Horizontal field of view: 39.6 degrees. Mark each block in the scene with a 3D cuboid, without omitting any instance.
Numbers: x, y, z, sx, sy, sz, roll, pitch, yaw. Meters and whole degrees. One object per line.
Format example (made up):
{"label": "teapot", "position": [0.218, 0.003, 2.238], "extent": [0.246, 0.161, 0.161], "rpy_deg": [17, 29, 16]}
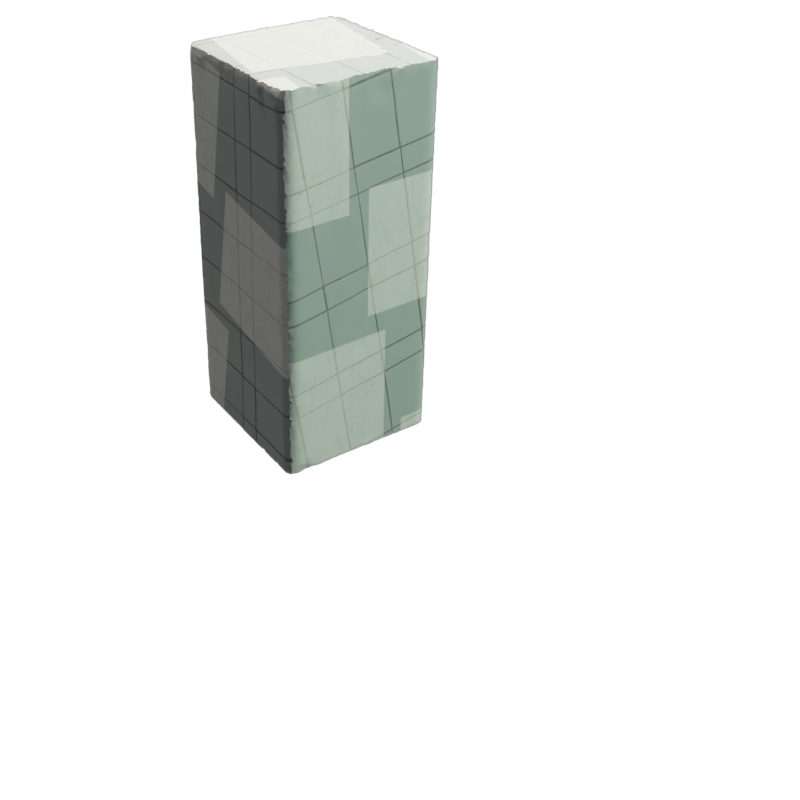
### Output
{"label": "block", "position": [-0.045, -0.082, 0.572], "extent": [0.089, 0.194, 0.097], "rpy_deg": [-18, 35, -31]}
